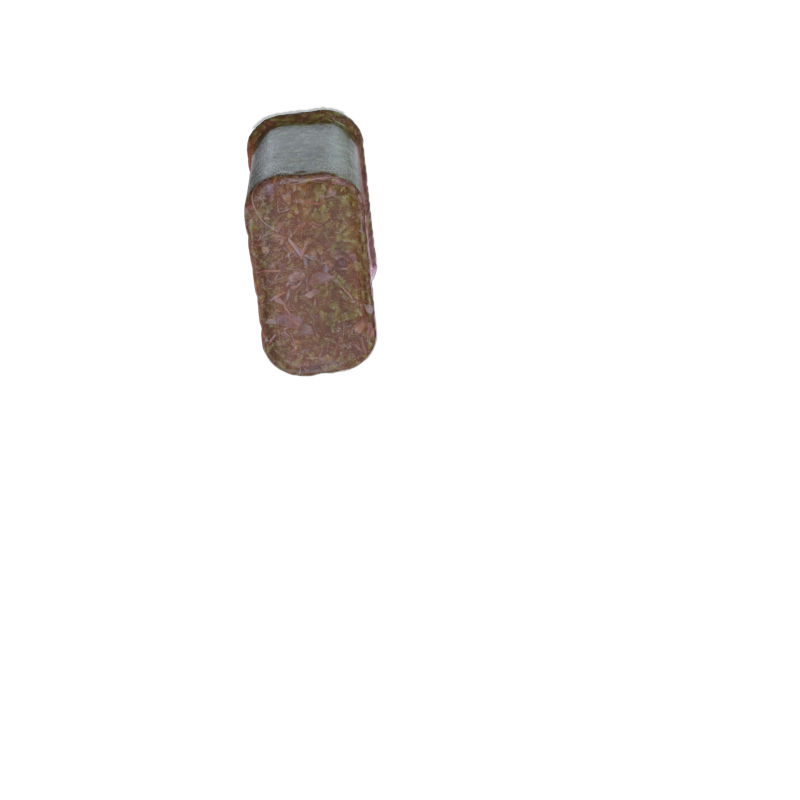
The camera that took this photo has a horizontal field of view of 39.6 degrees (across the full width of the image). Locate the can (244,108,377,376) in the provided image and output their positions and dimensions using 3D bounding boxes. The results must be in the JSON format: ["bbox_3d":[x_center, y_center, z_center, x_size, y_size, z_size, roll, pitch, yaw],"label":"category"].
[{"bbox_3d":[-0.040,-0.074,0.516,0.057,0.096,0.089,-6,27,0],"label":"can"}]
